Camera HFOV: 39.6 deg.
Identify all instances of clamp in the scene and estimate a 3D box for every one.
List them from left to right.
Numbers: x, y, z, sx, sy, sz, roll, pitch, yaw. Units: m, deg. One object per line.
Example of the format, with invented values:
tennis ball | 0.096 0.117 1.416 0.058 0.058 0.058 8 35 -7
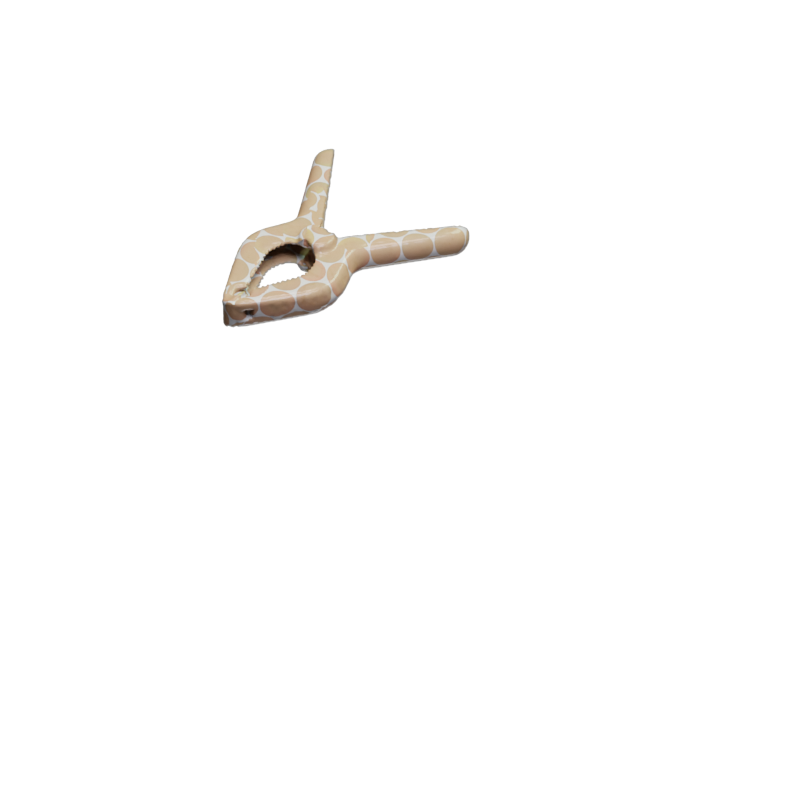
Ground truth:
clamp | -0.071 -0.130 0.909 0.210 0.034 0.176 -32 54 -27
